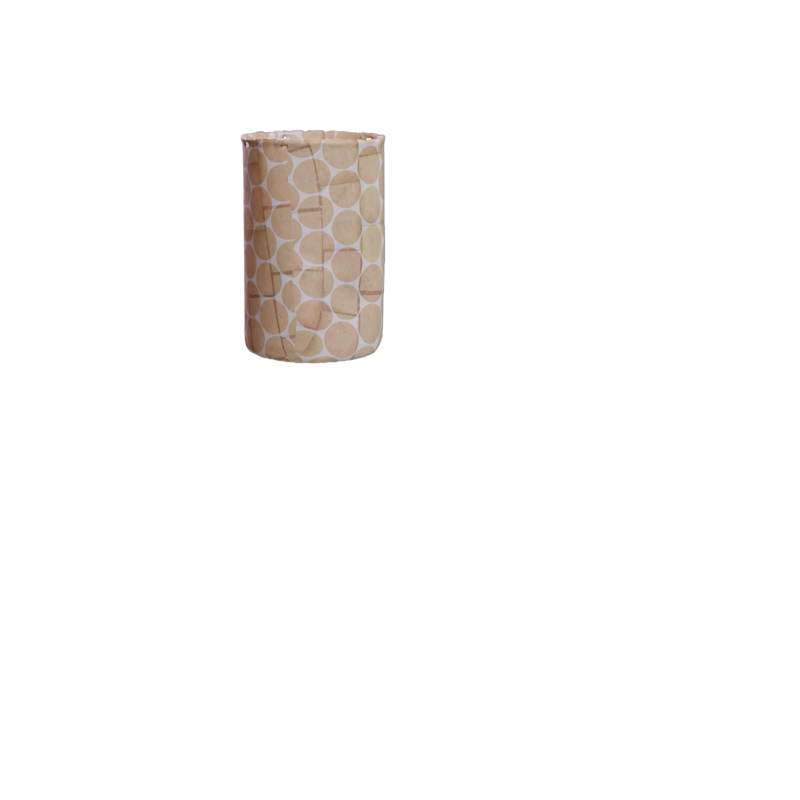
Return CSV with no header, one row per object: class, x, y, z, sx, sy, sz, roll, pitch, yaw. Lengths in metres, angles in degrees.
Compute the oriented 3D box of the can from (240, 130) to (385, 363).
can,-0.041,-0.075,0.527,0.068,0.100,0.071,0,12,-2
